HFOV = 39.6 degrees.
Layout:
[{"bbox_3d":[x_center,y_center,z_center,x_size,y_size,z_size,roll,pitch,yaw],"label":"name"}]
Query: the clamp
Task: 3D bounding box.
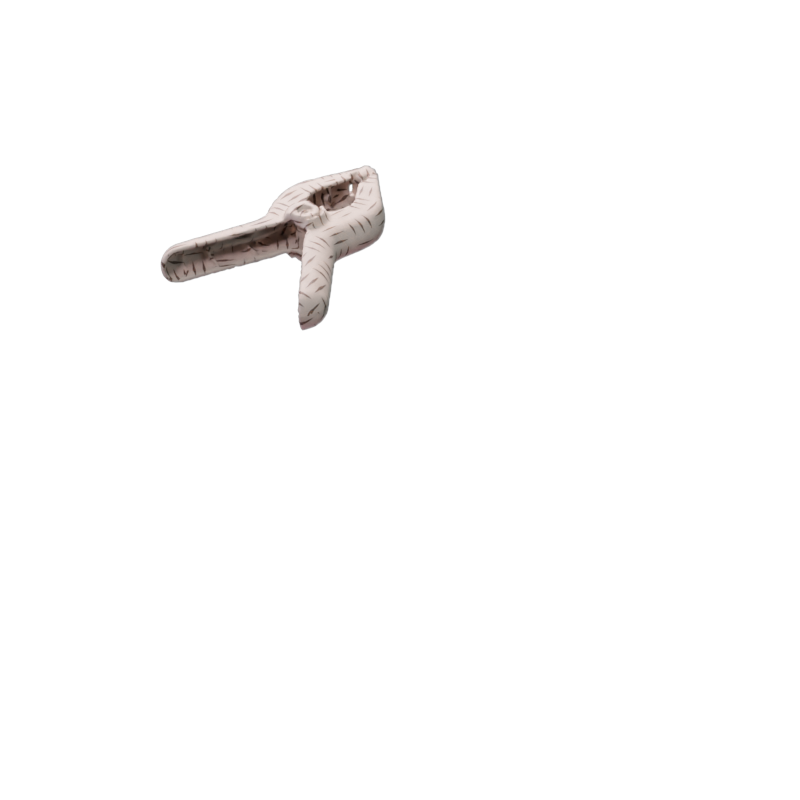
[{"bbox_3d":[-0.056,-0.103,0.721,0.128,0.037,0.173,30,50,29],"label":"clamp"}]
